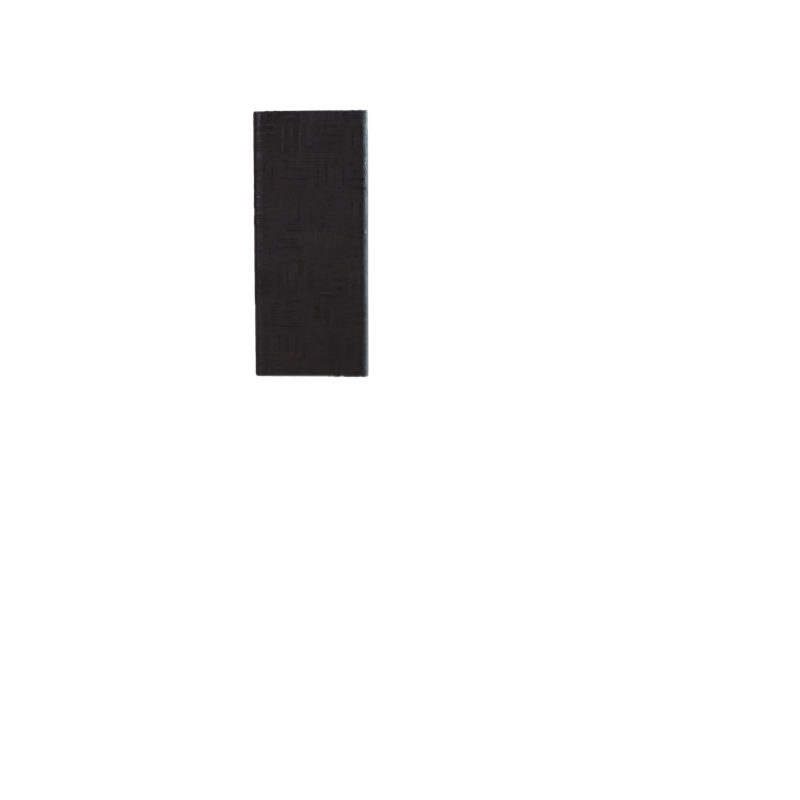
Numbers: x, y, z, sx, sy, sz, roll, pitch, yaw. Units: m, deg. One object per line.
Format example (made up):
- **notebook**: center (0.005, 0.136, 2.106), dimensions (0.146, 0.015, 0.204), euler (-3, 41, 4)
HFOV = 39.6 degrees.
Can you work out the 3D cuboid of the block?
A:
- **block**: center (-0.071, -0.128, 0.897), dimensions (0.091, 0.205, 0.091), euler (0, 3, 1)
